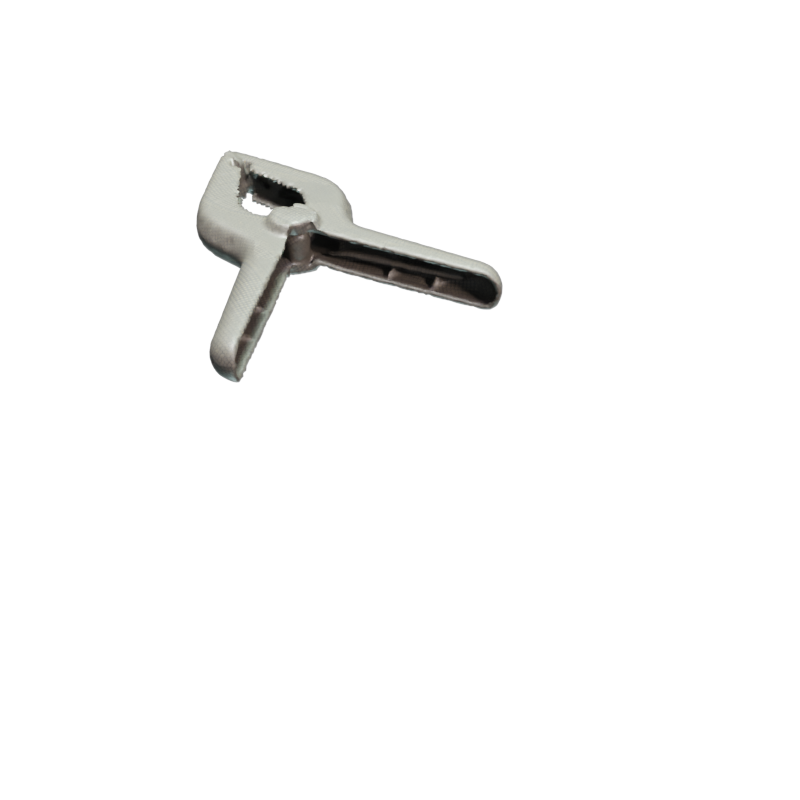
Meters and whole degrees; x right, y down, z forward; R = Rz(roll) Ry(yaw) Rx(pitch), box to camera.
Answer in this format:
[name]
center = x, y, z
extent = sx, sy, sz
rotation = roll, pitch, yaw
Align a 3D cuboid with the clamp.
[clamp]
center = -0.050, -0.092, 0.645
extent = 0.162, 0.034, 0.227
rotation = -12, 38, -16
